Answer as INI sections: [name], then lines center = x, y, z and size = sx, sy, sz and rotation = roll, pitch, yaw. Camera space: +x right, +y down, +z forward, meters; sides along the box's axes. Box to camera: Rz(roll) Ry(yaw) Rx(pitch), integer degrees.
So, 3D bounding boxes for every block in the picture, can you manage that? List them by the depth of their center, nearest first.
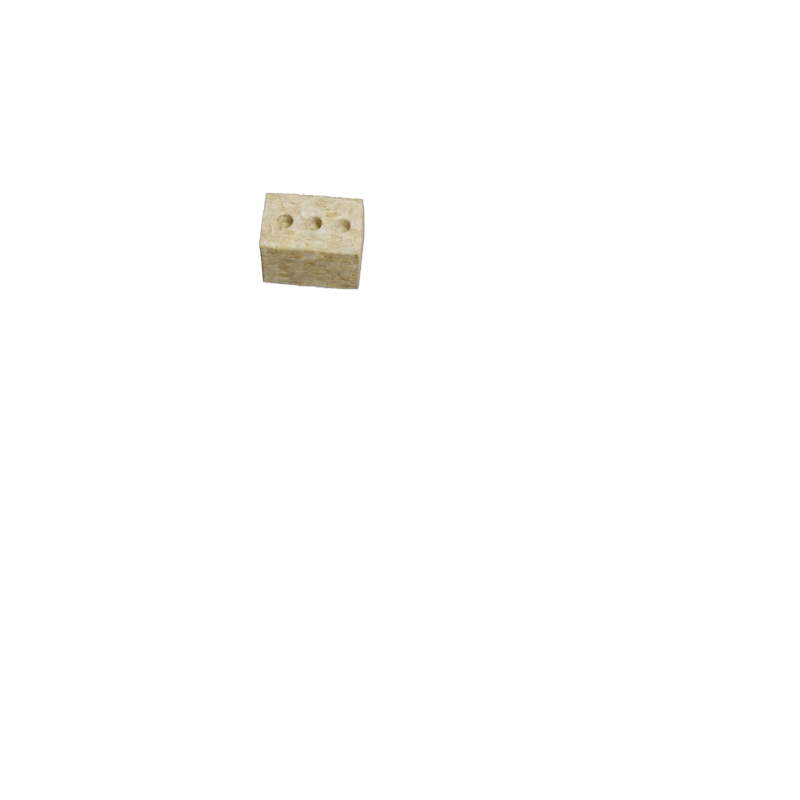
[block]
center = -0.067, -0.122, 0.854
size = 0.078, 0.056, 0.048
rotation = 4, -32, 1
